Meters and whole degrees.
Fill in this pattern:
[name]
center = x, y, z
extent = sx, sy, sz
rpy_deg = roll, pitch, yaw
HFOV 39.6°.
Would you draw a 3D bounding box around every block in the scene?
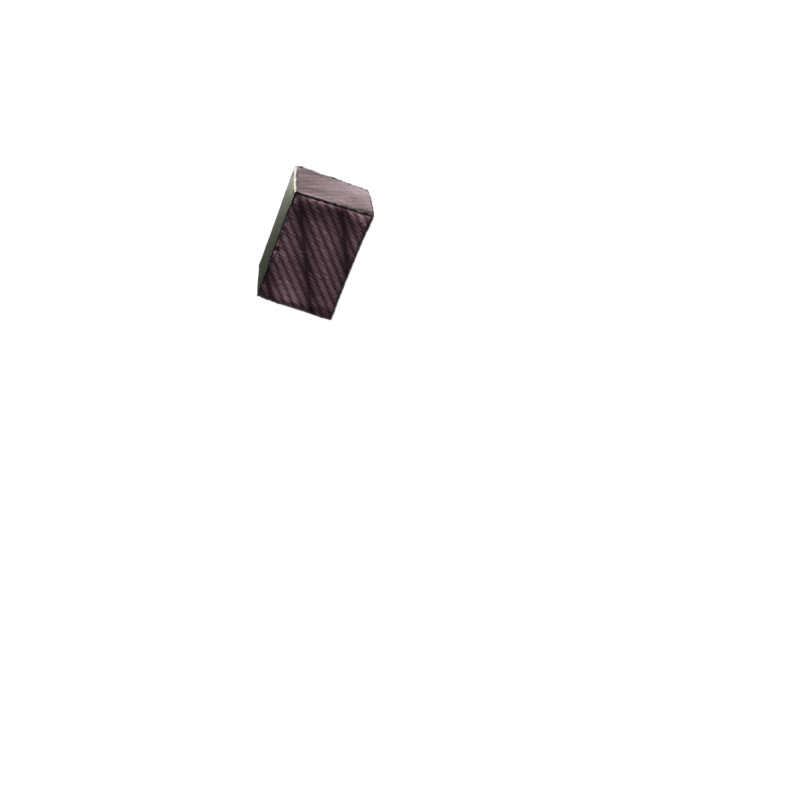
[block]
center = -0.055, -0.101, 0.707
extent = 0.052, 0.075, 0.054
rpy_deg = 19, 25, -12
